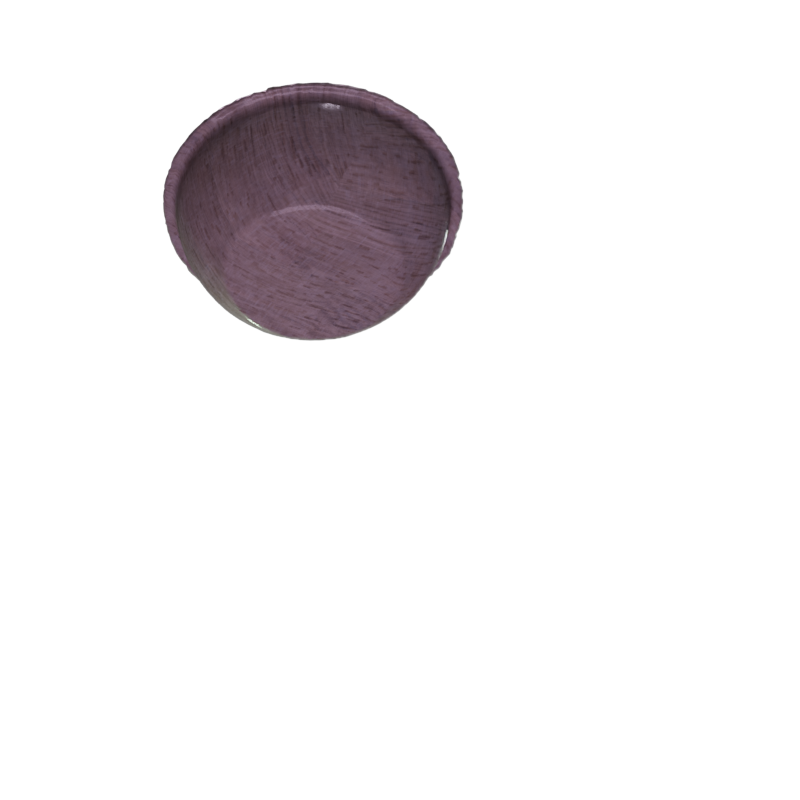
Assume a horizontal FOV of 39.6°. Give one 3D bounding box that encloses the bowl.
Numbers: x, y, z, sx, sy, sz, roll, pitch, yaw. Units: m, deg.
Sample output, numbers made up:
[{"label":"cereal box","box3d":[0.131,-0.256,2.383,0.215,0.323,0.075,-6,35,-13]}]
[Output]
[{"label":"bowl","box3d":[-0.045,-0.082,0.577,0.162,0.151,0.059,1,43,-1]}]
